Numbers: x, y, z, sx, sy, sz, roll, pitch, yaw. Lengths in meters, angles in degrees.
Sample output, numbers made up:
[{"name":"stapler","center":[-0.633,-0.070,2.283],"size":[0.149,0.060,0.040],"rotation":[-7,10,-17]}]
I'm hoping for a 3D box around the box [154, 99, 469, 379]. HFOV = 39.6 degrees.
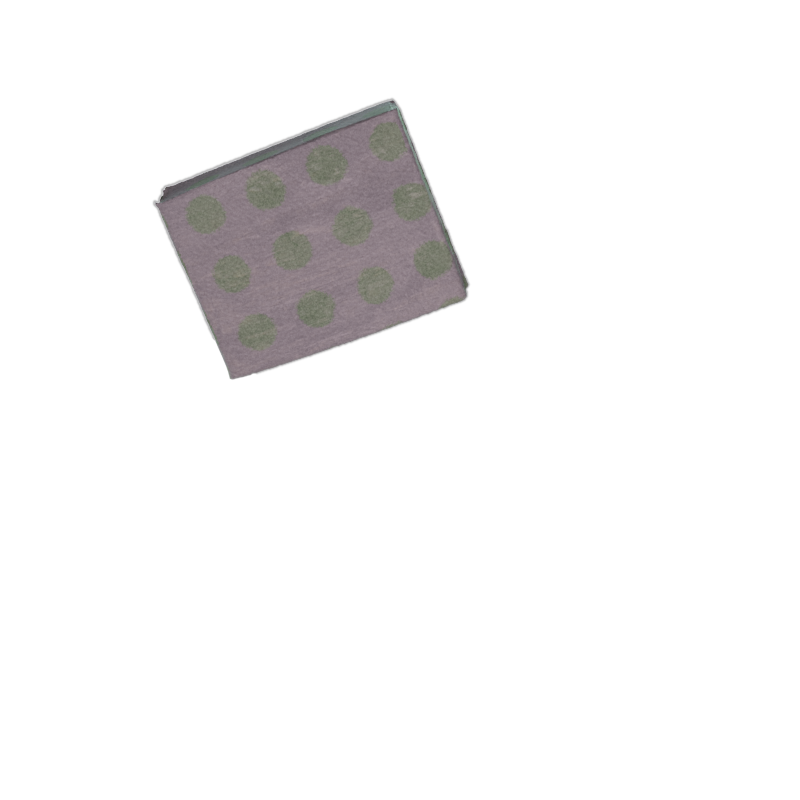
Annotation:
[{"name":"box","center":[-0.038,-0.069,0.485],"size":[0.114,0.087,0.040],"rotation":[-20,13,4]}]
